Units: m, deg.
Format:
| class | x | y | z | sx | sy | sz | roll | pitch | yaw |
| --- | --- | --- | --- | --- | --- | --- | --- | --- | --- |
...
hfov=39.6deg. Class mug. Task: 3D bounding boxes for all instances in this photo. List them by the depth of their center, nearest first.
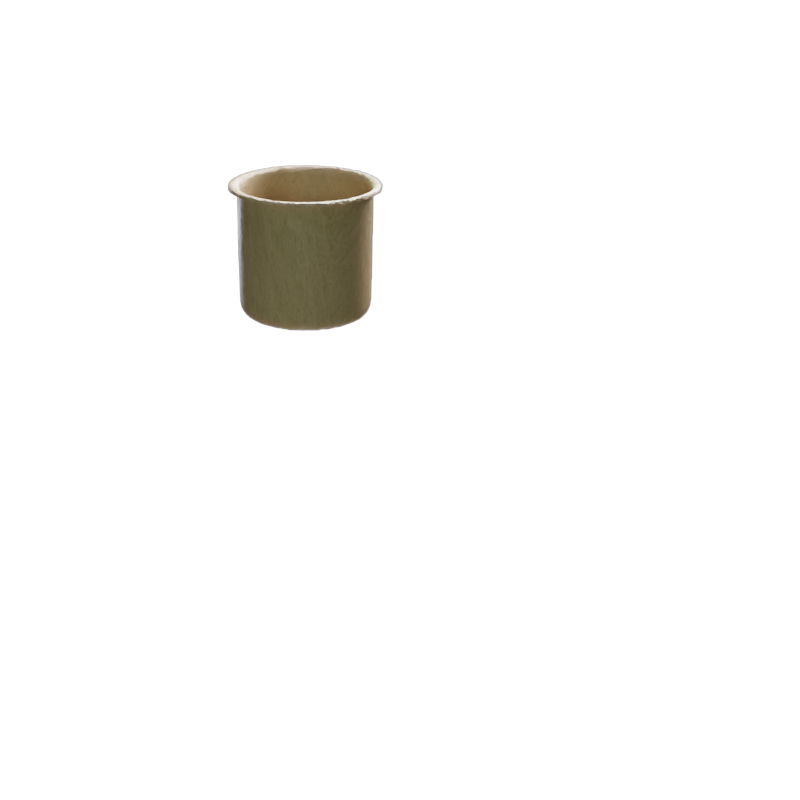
| class | x | y | z | sx | sy | sz | roll | pitch | yaw |
| --- | --- | --- | --- | --- | --- | --- | --- | --- | --- |
| mug | -0.054 | -0.098 | 0.687 | 0.096 | 0.078 | 0.119 | 9 | 24 | 19 |
